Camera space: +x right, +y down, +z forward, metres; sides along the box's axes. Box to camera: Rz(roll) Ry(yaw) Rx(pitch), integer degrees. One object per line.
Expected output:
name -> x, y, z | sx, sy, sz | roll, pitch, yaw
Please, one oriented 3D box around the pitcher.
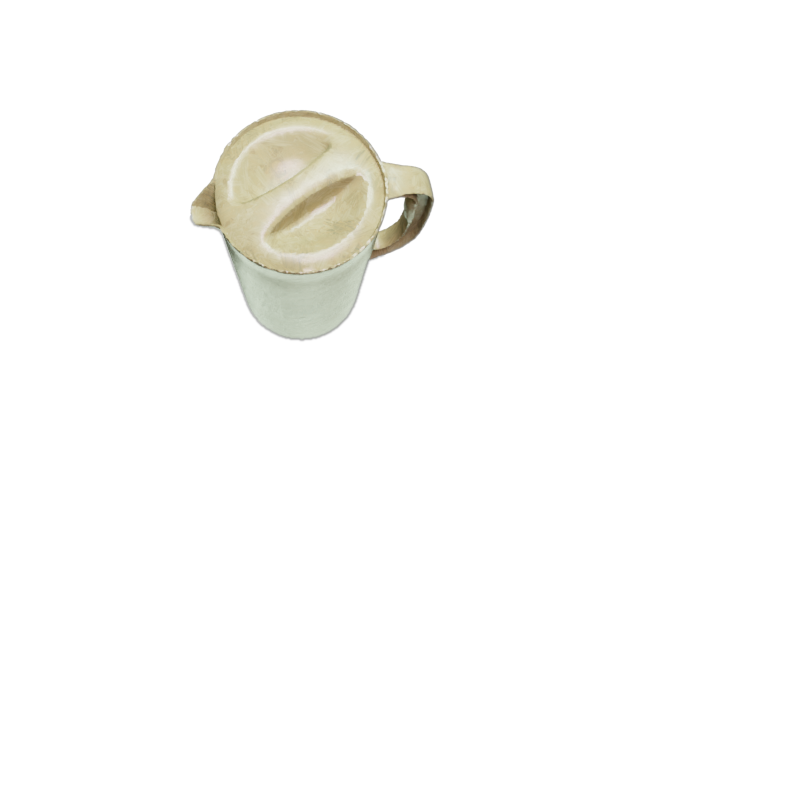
pitcher -> -0.073, -0.133, 0.935 | 0.152, 0.147, 0.234 | 33, -14, 6
